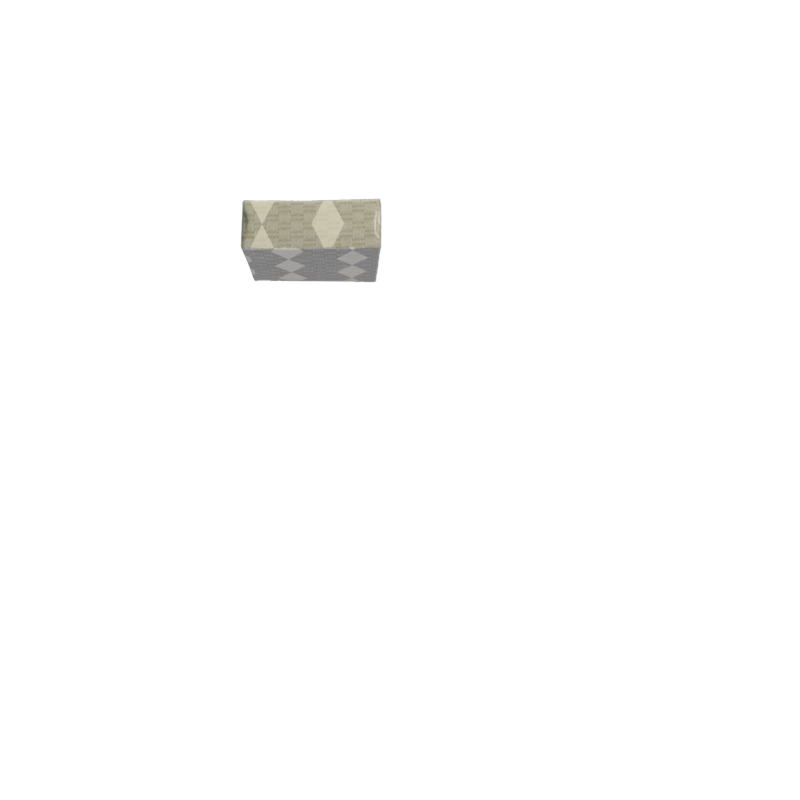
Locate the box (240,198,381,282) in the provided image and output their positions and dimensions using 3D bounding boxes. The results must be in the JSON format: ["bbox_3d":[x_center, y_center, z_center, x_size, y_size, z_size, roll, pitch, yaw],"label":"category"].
[{"bbox_3d":[-0.048,-0.088,0.616,0.073,0.031,0.087,0,-6,-1],"label":"box"}]
